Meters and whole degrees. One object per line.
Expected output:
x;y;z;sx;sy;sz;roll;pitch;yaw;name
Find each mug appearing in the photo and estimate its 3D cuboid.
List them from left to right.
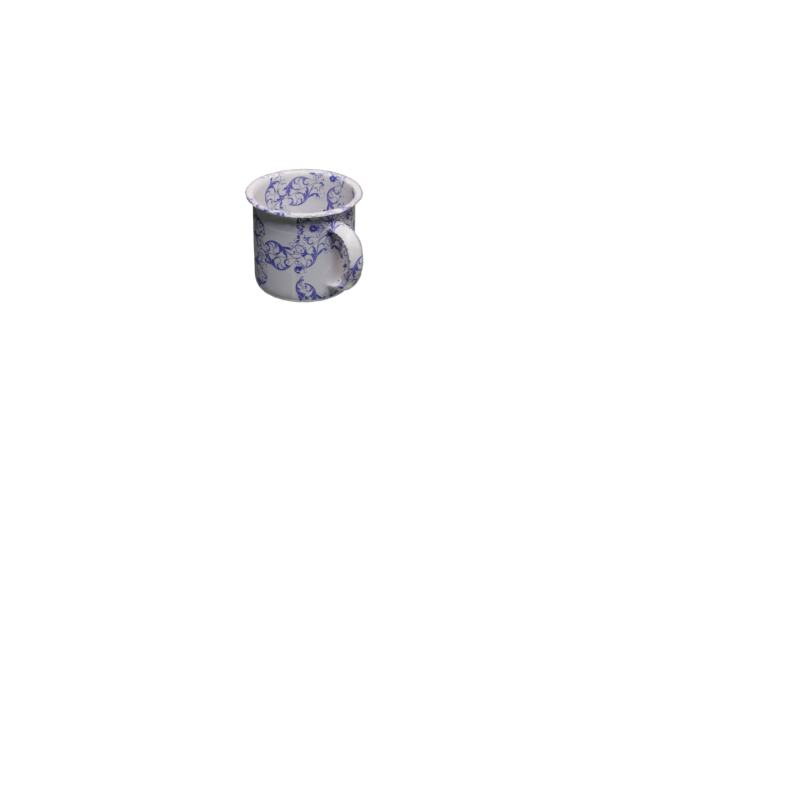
-0.069;-0.126;0.886;0.092;0.077;0.125;-23;38;-35;mug
